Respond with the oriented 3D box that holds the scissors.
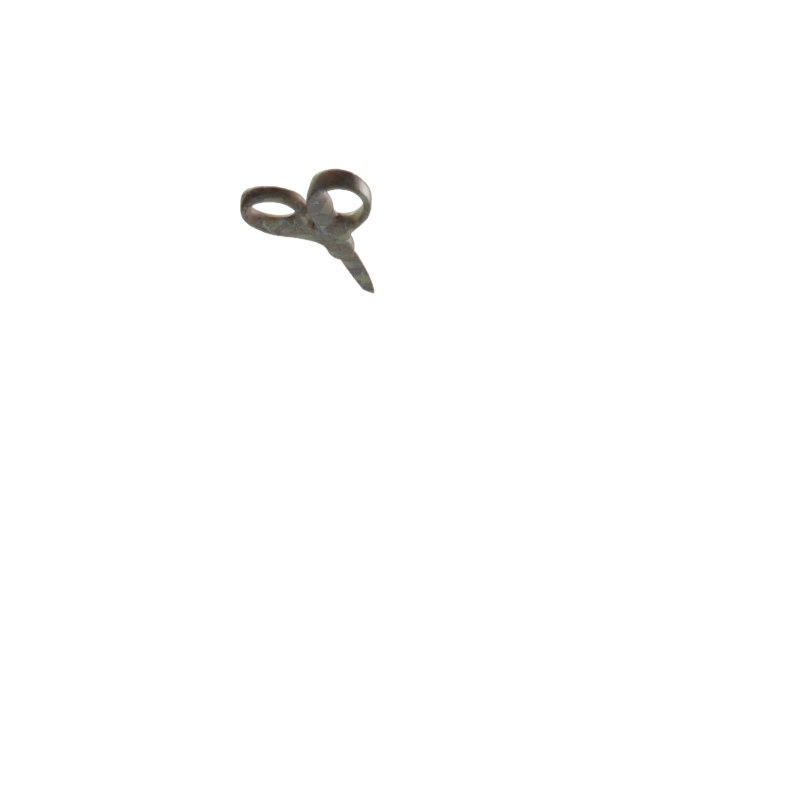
[{"bbox_3d":[-0.062,-0.112,0.787,0.096,0.016,0.193,1,-17,-3],"label":"scissors"}]
